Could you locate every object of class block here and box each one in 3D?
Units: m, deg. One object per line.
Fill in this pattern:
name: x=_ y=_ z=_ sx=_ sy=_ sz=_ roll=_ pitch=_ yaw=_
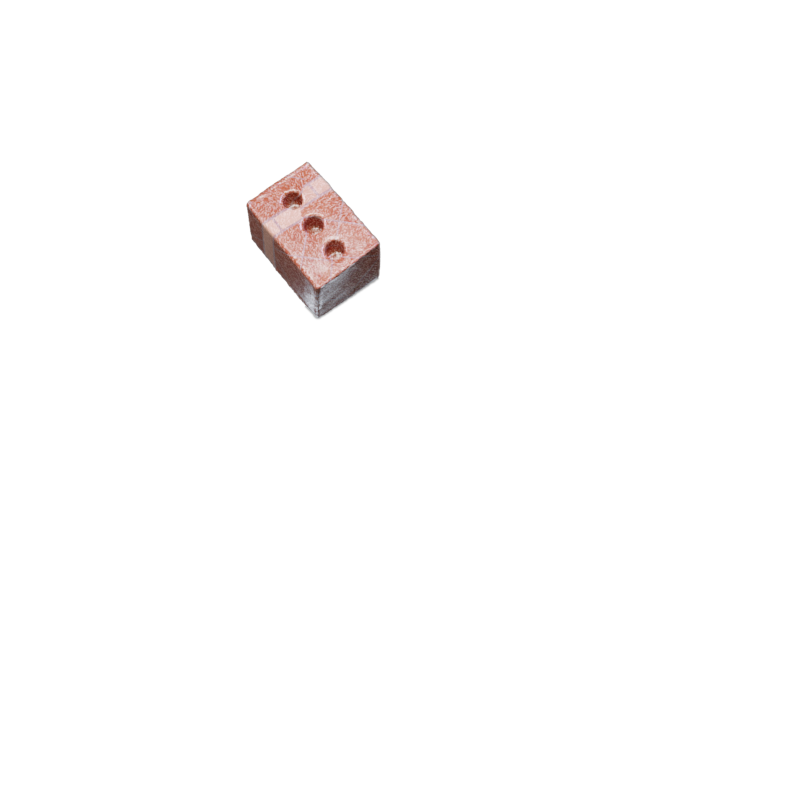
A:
block: x=-0.057 y=-0.103 z=0.723 sx=0.053 sy=0.082 sz=0.049 roll=-36 pitch=-18 yaw=-15
